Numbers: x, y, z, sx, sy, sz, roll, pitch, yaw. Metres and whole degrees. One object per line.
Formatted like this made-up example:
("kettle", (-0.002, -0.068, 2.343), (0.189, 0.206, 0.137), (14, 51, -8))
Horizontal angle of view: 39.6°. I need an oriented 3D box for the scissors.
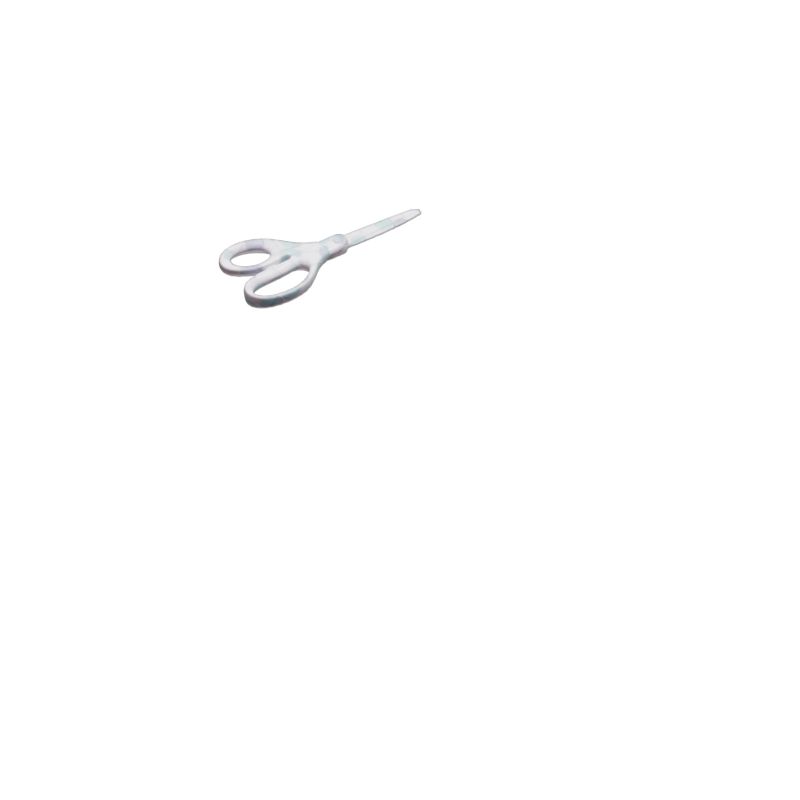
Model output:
("scissors", (-0.076, -0.139, 0.972), (0.101, 0.015, 0.204), (23, 44, 27))
